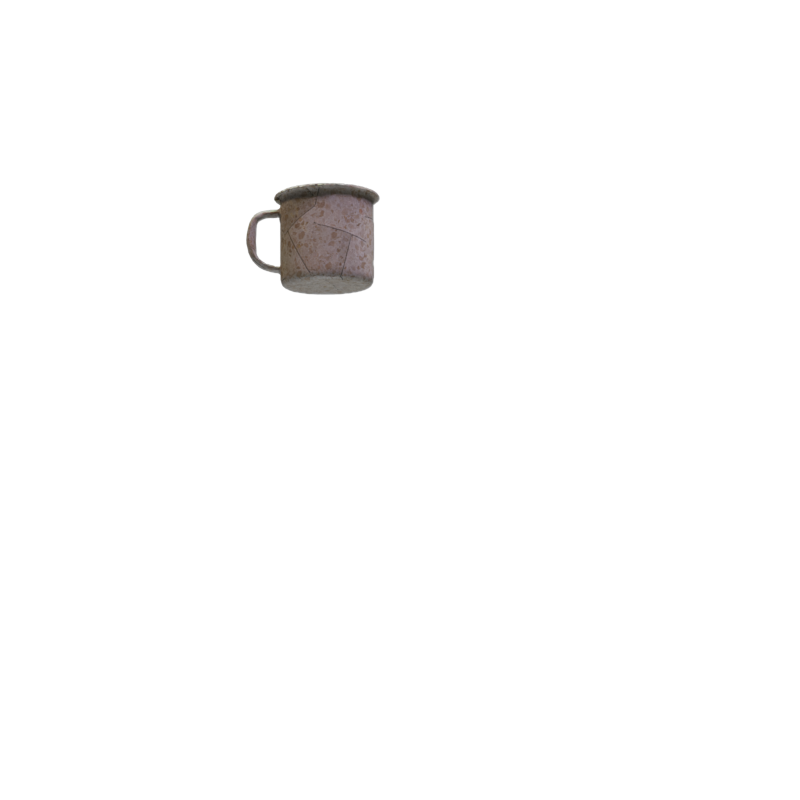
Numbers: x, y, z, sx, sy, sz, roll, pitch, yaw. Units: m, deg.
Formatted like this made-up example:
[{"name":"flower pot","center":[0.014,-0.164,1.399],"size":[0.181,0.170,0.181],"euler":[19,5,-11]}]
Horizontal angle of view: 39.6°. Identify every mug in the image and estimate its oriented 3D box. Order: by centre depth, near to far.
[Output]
[{"name":"mug","center":[-0.076,-0.138,0.968],"size":[0.116,0.084,0.091],"euler":[0,-9,-5]}]
